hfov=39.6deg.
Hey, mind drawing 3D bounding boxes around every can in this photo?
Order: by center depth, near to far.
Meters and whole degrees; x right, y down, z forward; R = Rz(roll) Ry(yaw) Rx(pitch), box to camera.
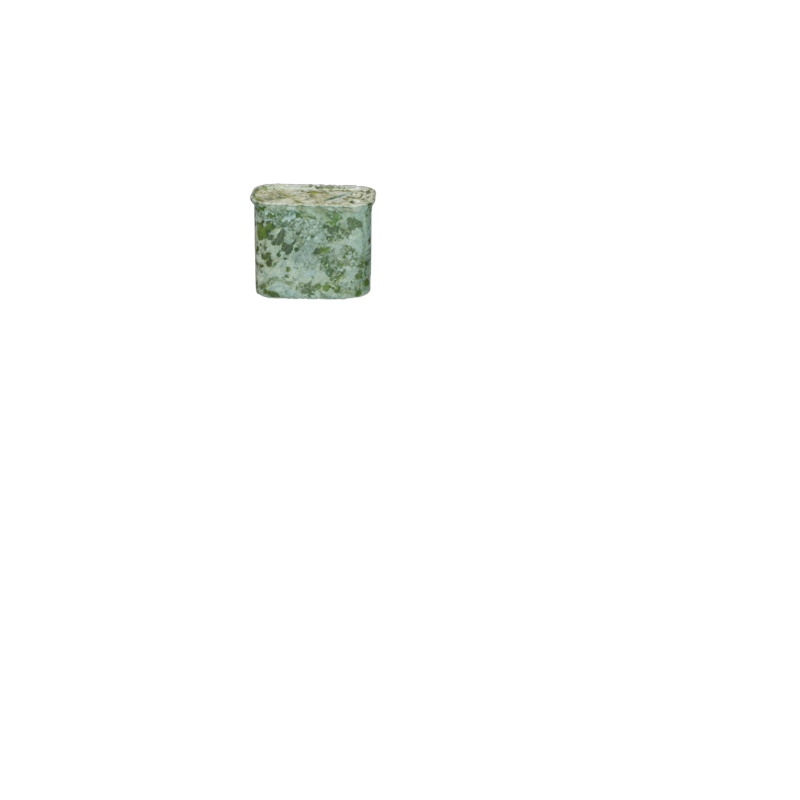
[{"bbox_3d":[-0.072,-0.131,0.918,0.102,0.080,0.060,2,22,2],"label":"can"}]
